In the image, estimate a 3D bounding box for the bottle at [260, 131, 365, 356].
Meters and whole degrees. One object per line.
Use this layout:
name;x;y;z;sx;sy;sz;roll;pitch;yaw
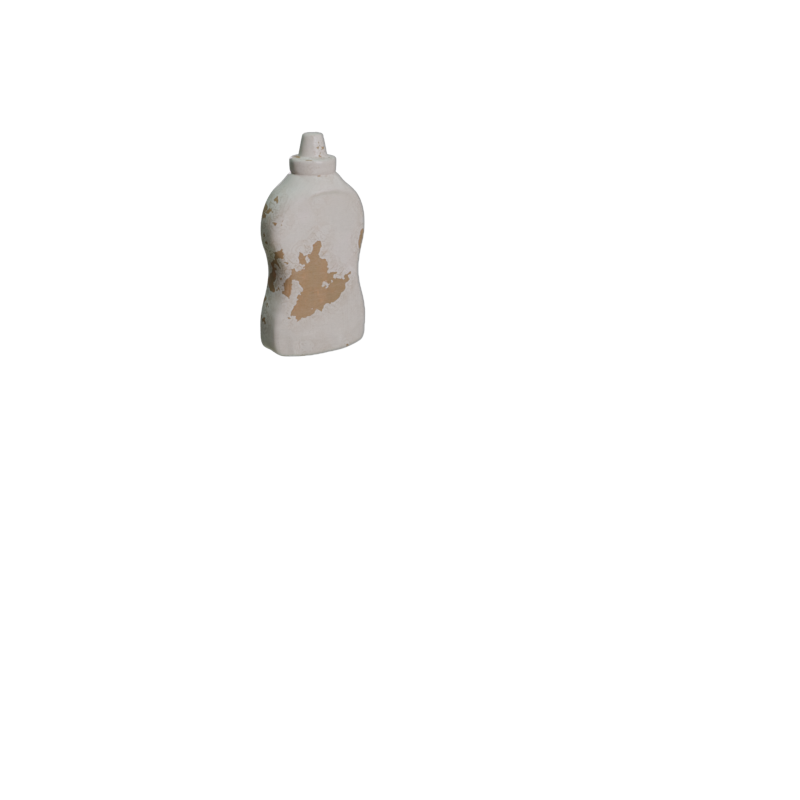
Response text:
bottle;-0.076;-0.139;0.974;0.094;0.185;0.062;-9;18;-31
